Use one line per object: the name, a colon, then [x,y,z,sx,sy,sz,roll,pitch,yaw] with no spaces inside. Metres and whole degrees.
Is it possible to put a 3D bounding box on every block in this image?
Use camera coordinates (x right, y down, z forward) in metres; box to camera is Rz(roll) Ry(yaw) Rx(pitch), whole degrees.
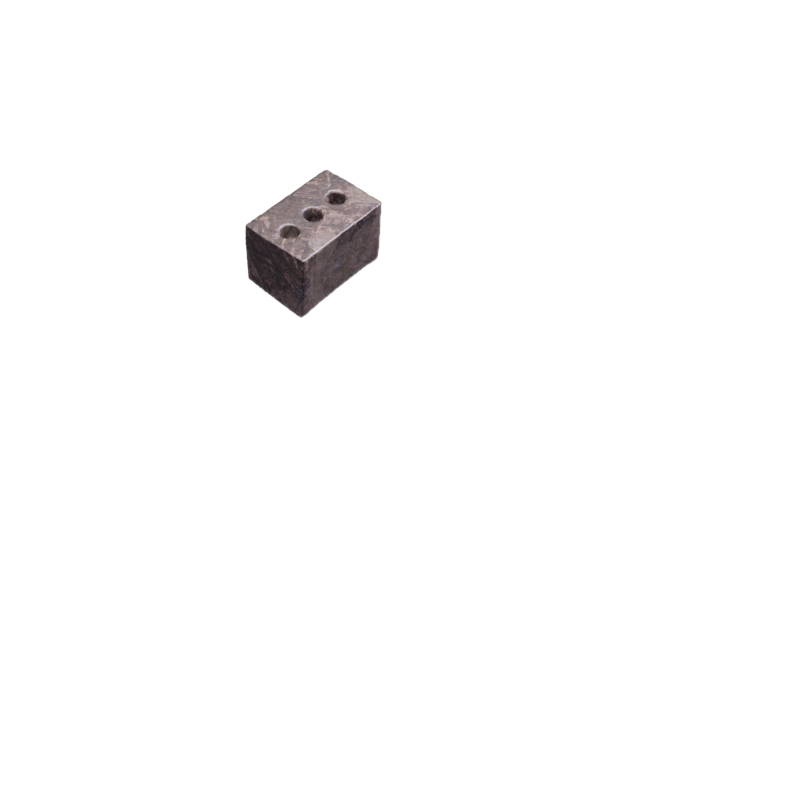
block: [-0.057,-0.104,0.731,0.056,0.048,0.079,33,56,24]
